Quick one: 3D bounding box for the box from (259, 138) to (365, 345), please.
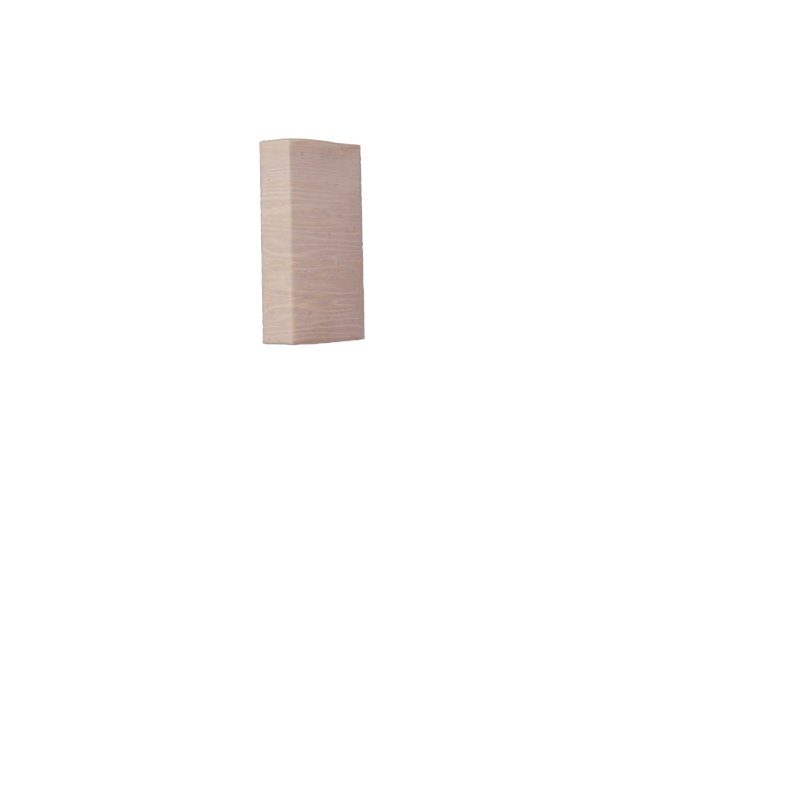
[{"bbox_3d":[-0.076,-0.139,0.973,0.050,0.176,0.090,1,2,43],"label":"box"}]
